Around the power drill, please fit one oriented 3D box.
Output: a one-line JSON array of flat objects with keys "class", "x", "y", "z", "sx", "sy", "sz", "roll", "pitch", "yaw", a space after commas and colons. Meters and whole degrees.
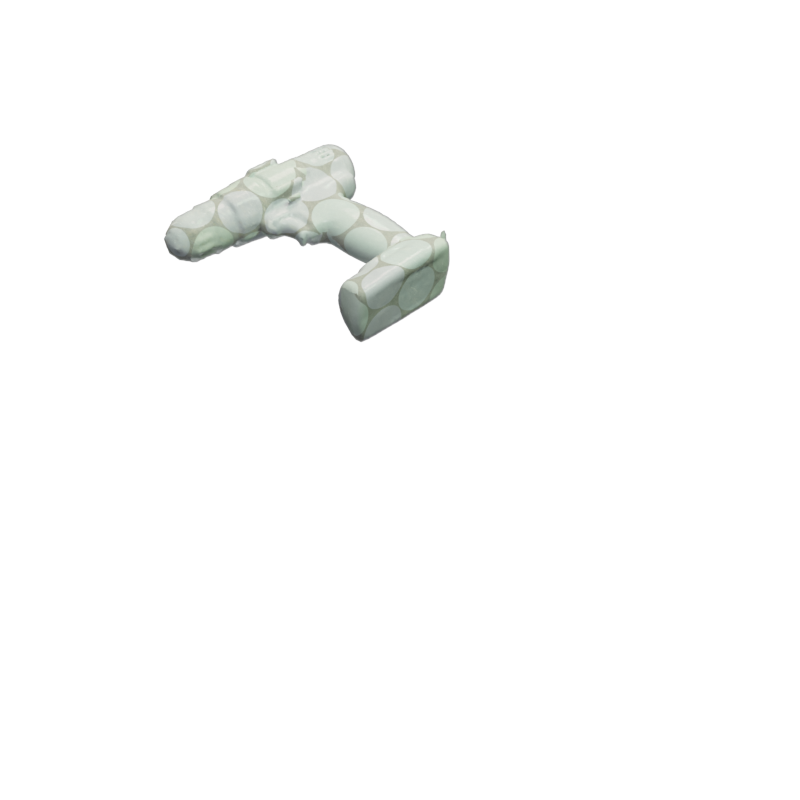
[{"class": "power drill", "x": -0.069, "y": -0.126, "z": 0.885, "sx": 0.185, "sy": 0.053, "sz": 0.201, "roll": -32, "pitch": 54, "yaw": -28}]
